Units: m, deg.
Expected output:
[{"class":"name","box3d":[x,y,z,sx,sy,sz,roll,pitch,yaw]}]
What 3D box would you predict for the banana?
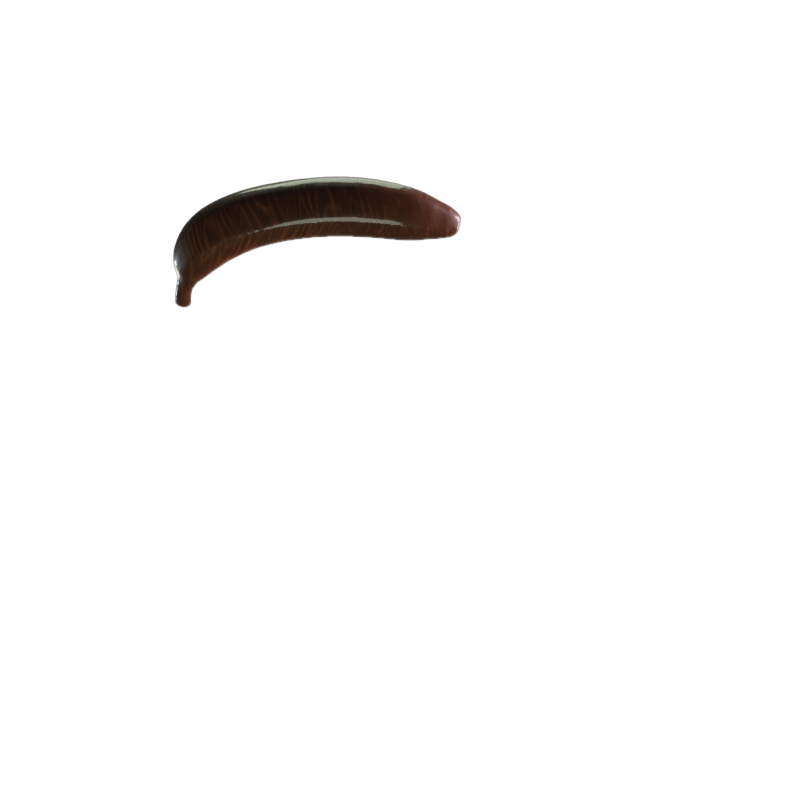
[{"class":"banana","box3d":[-0.065,-0.109,0.697,0.200,0.039,0.064,-11,-36,16]}]
